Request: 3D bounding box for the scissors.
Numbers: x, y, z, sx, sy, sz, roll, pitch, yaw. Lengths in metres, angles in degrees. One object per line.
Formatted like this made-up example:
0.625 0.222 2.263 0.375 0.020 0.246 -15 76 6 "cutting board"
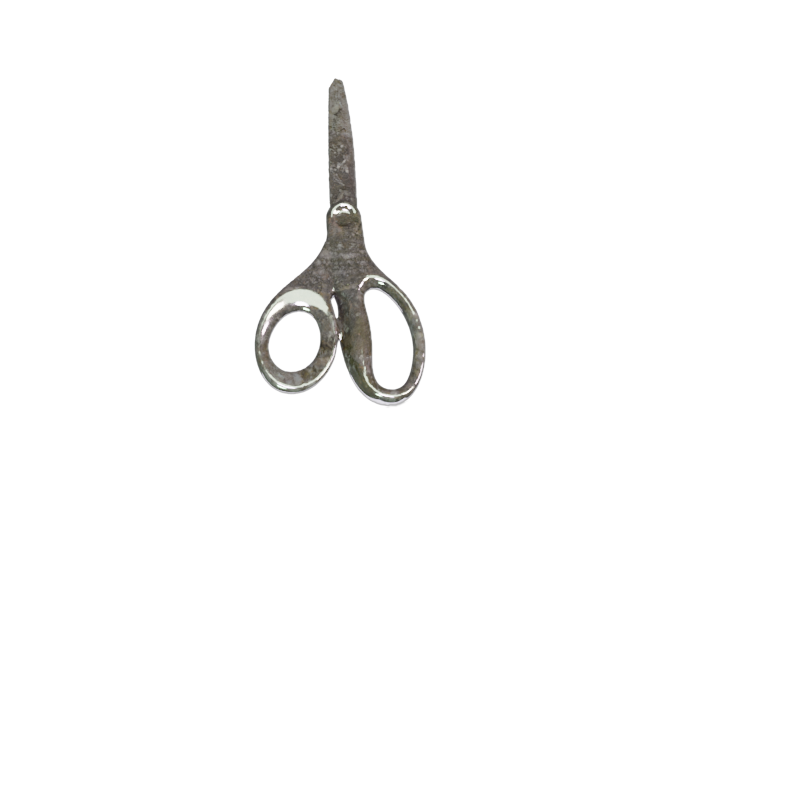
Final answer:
-0.047 -0.086 0.601 0.096 0.215 0.015 -16 -26 -8 "scissors"
